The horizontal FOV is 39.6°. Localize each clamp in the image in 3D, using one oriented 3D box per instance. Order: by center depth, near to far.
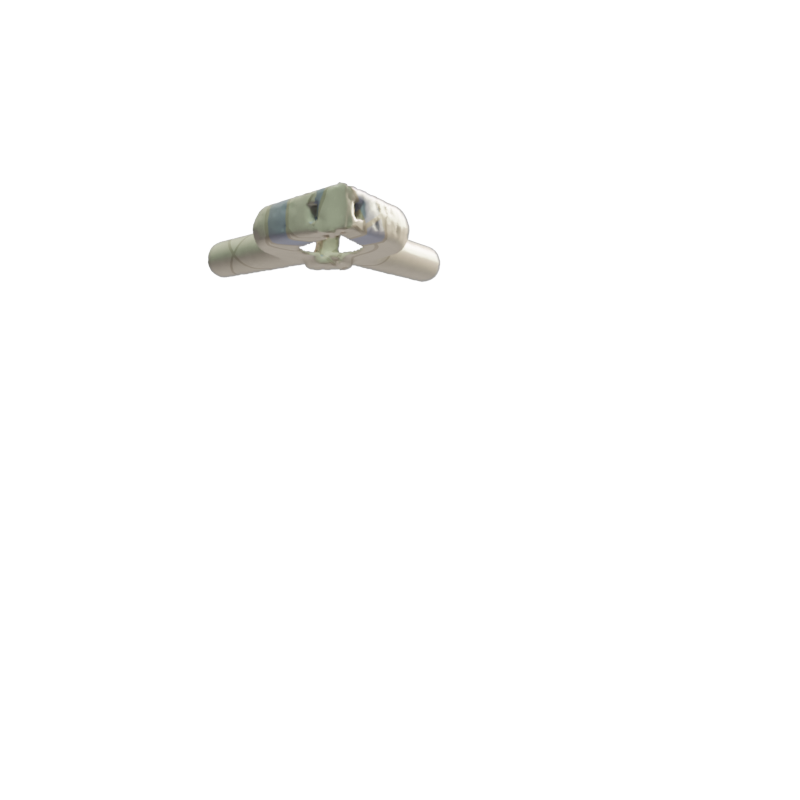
[{"bbox_3d":[-0.056,-0.101,0.711,0.165,0.037,0.206,0,-2,3],"label":"clamp"}]
